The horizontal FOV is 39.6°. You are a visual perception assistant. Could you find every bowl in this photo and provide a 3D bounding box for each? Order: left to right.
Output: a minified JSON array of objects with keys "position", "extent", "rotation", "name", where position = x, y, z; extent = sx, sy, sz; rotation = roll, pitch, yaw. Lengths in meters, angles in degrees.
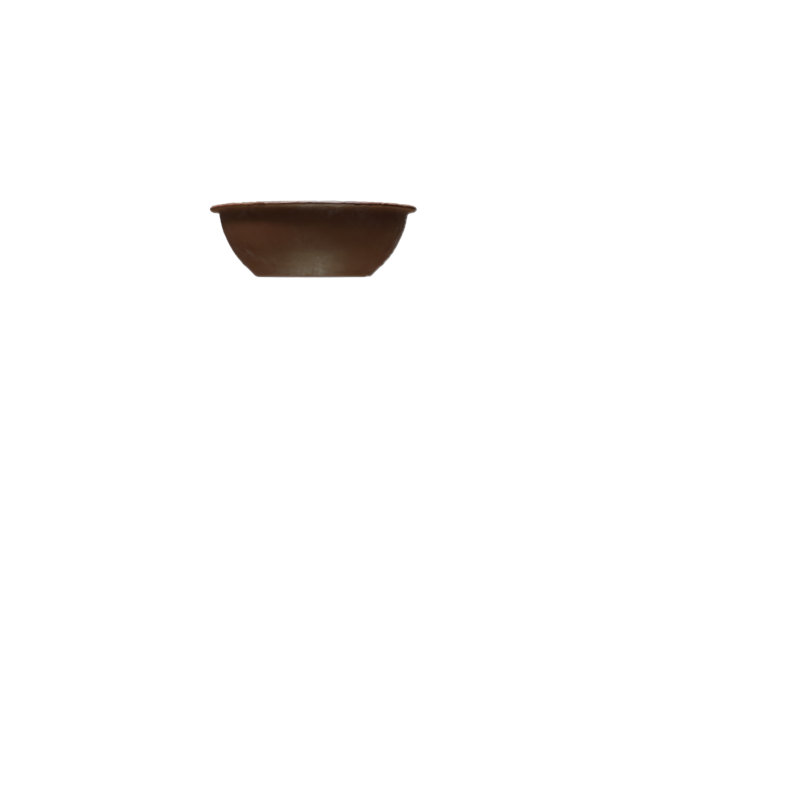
[{"position":[-0.068,-0.123,0.865],"extent":[0.162,0.055,0.163],"rotation":[0,5,-2],"name":"bowl"}]
